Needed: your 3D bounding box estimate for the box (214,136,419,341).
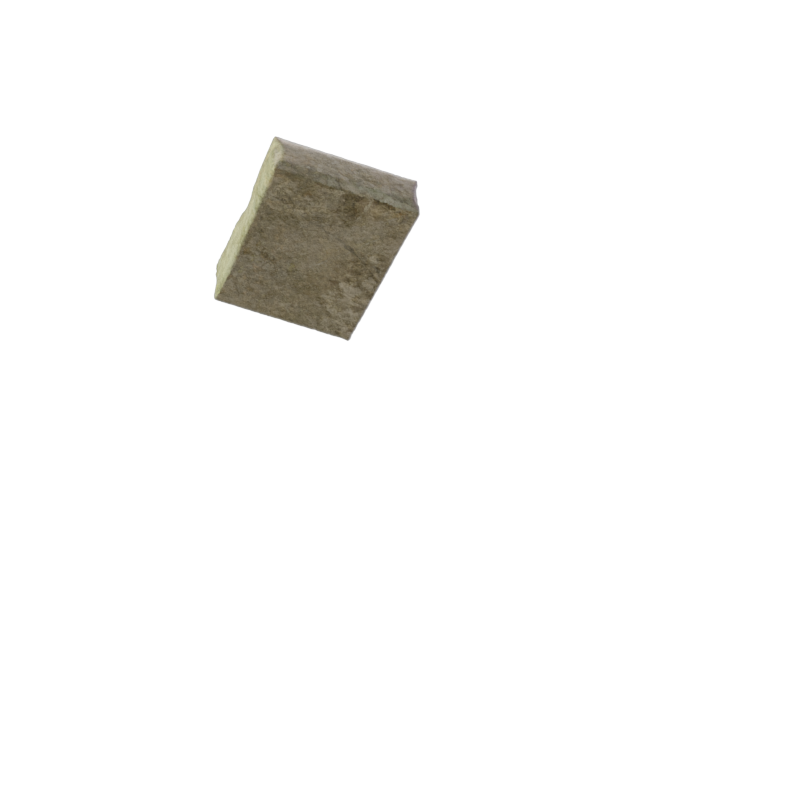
[{"bbox_3d":[-0.042,-0.076,0.535,0.071,0.032,0.086,17,-49,-16],"label":"box"}]
